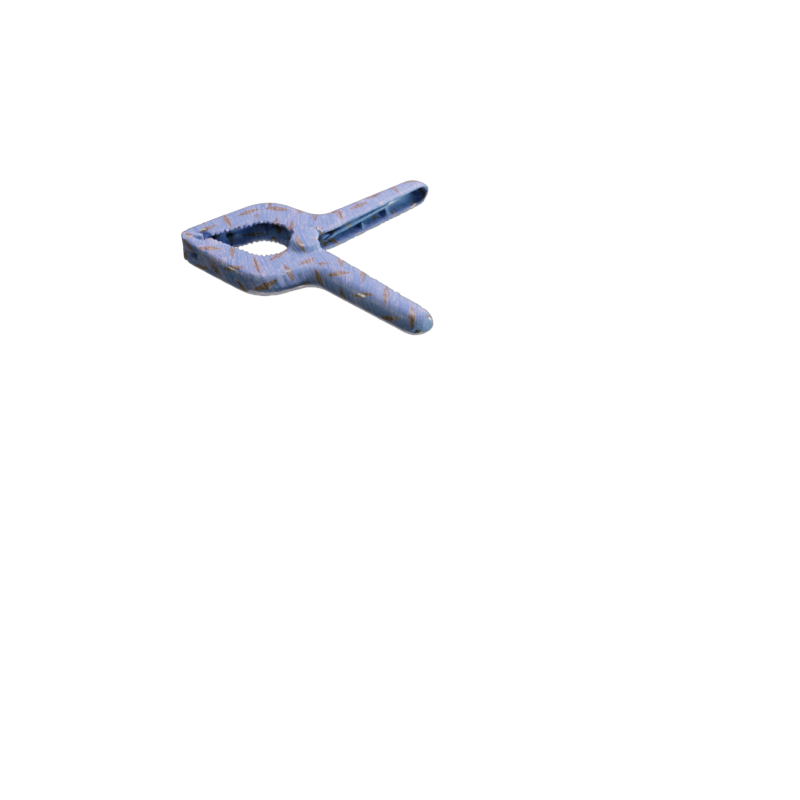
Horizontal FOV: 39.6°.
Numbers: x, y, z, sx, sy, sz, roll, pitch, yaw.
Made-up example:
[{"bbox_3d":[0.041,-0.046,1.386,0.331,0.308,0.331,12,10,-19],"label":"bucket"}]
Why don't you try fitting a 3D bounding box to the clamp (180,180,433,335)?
[{"bbox_3d":[-0.071,-0.130,0.908,0.212,0.175,0.034,6,-42,6],"label":"clamp"}]
